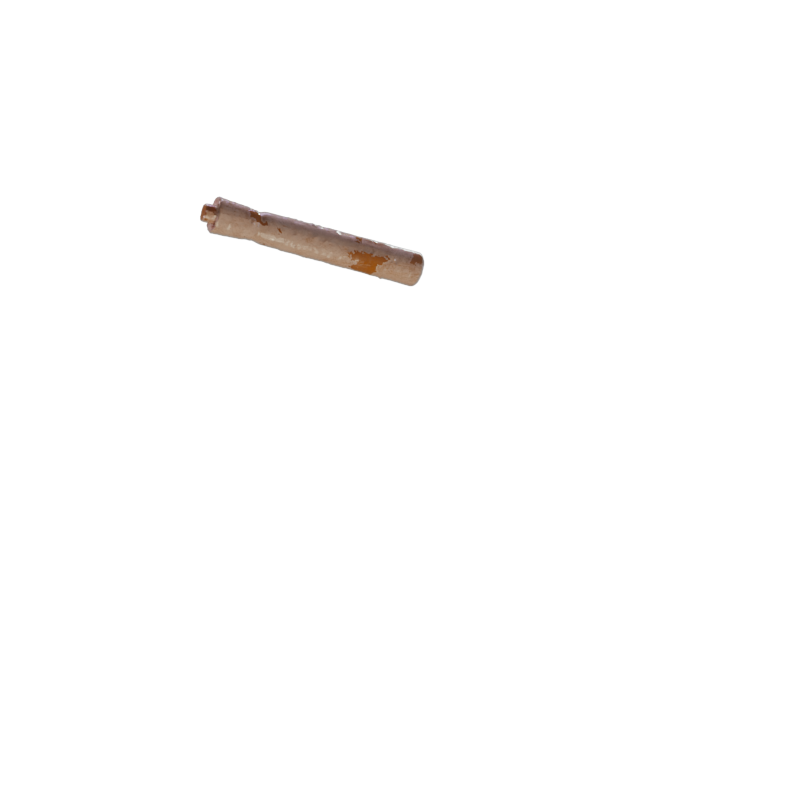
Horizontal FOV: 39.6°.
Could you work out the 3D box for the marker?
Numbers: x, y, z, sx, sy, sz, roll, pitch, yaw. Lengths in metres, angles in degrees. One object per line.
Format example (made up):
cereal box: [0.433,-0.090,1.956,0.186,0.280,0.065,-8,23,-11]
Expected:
marker: [-0.045,-0.081,0.569,0.117,0.020,0.020,13,-1,-21]
